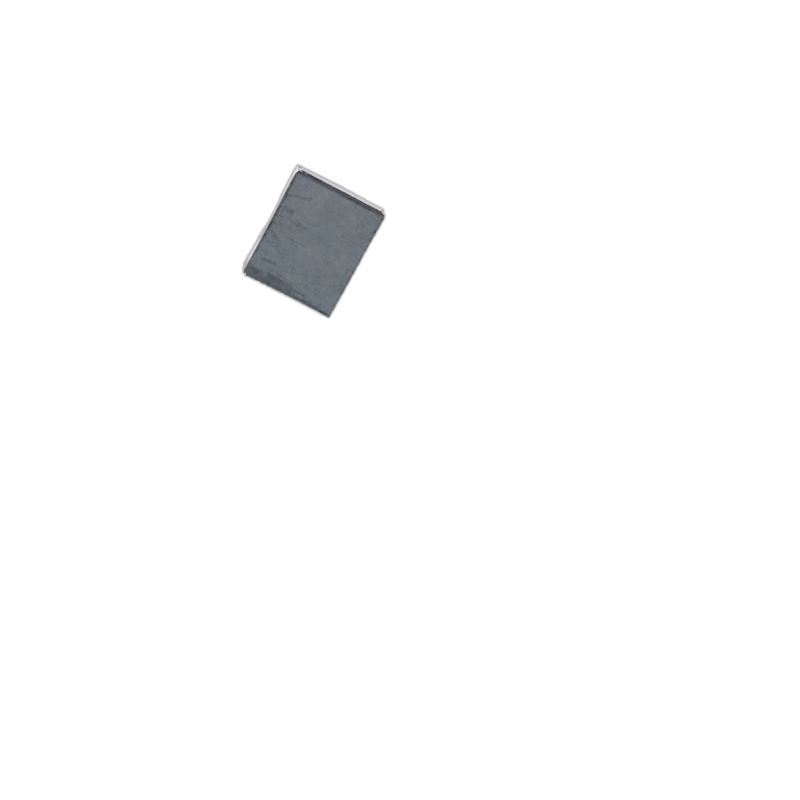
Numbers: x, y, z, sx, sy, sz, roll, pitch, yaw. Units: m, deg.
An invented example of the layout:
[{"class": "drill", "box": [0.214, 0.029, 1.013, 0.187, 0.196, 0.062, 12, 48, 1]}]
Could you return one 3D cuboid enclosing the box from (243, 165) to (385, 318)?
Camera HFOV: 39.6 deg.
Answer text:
[{"class": "box", "box": [-0.064, -0.116, 0.814, 0.072, 0.088, 0.031, 28, 12, -7]}]
